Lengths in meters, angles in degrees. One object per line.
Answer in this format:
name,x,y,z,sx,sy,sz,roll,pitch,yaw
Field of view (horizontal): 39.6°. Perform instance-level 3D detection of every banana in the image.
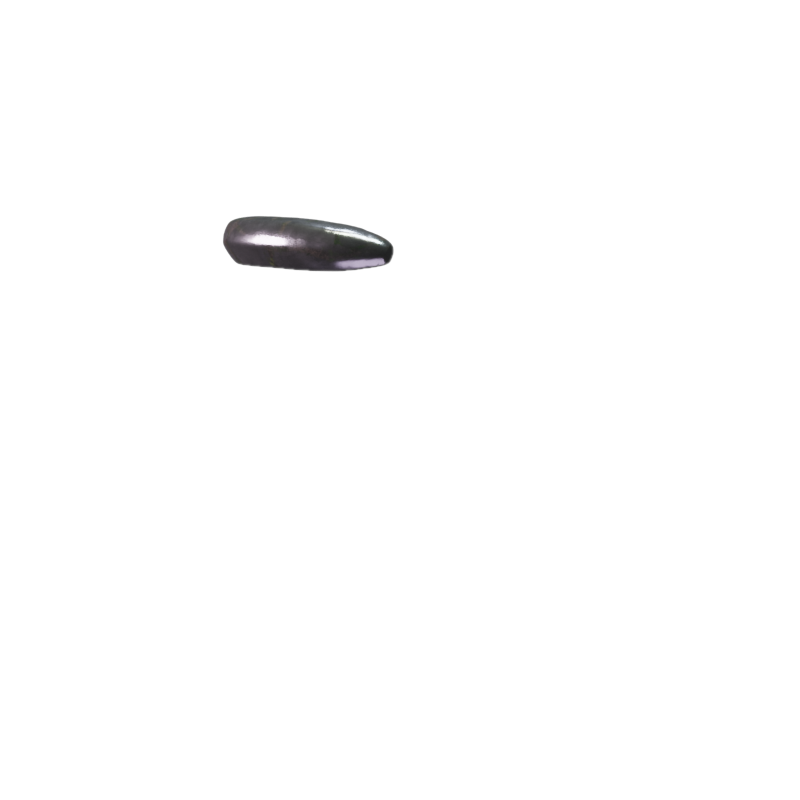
banana,-0.080,-0.113,0.790,0.067,0.036,0.206,-4,10,-28
